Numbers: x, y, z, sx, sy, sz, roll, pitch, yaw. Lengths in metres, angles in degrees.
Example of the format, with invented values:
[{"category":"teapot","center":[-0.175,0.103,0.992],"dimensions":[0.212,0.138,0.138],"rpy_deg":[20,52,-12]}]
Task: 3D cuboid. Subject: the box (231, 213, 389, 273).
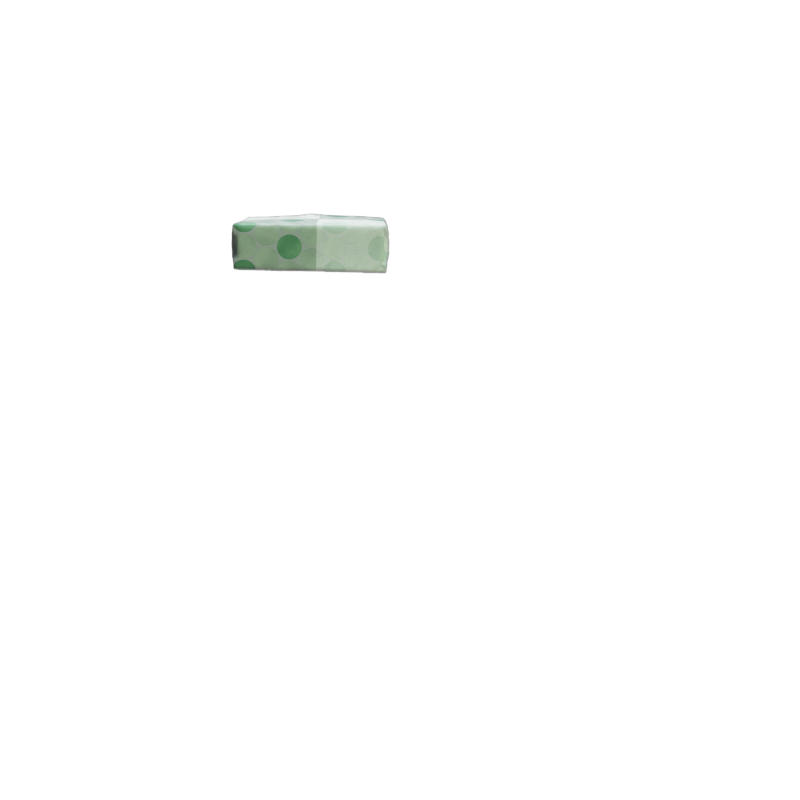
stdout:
[{"category":"box","center":[-0.051,-0.094,0.656],"dimensions":[0.089,0.030,0.074],"rpy_deg":[0,11,1]}]
